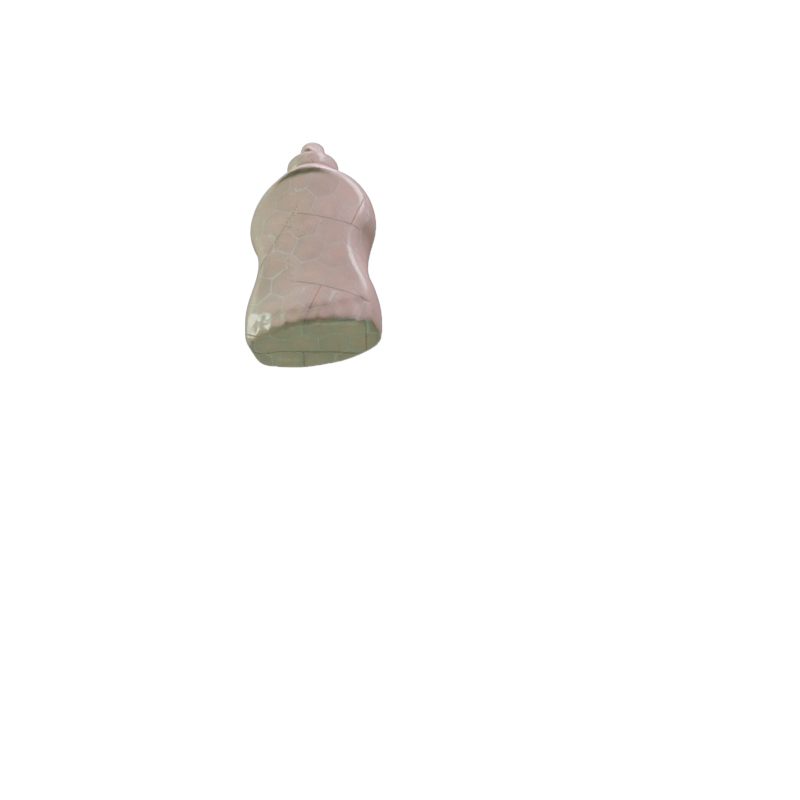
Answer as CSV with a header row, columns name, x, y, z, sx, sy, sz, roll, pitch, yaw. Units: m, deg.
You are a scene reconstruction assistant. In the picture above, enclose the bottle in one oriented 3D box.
name,x,y,z,sx,sy,sz,roll,pitch,yaw
bottle,-0.066,-0.120,0.841,0.097,0.205,0.054,-12,-37,13
